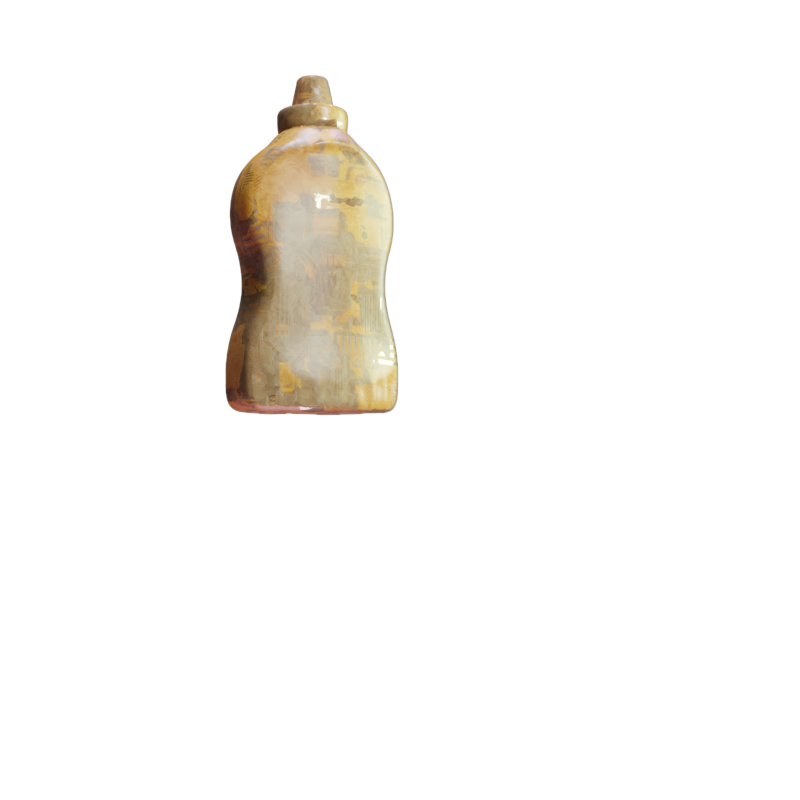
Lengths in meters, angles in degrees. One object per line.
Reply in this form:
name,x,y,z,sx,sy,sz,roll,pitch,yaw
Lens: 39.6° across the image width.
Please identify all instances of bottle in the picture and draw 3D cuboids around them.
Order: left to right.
bottle,-0.049,-0.089,0.625,0.093,0.196,0.059,4,-10,-28
